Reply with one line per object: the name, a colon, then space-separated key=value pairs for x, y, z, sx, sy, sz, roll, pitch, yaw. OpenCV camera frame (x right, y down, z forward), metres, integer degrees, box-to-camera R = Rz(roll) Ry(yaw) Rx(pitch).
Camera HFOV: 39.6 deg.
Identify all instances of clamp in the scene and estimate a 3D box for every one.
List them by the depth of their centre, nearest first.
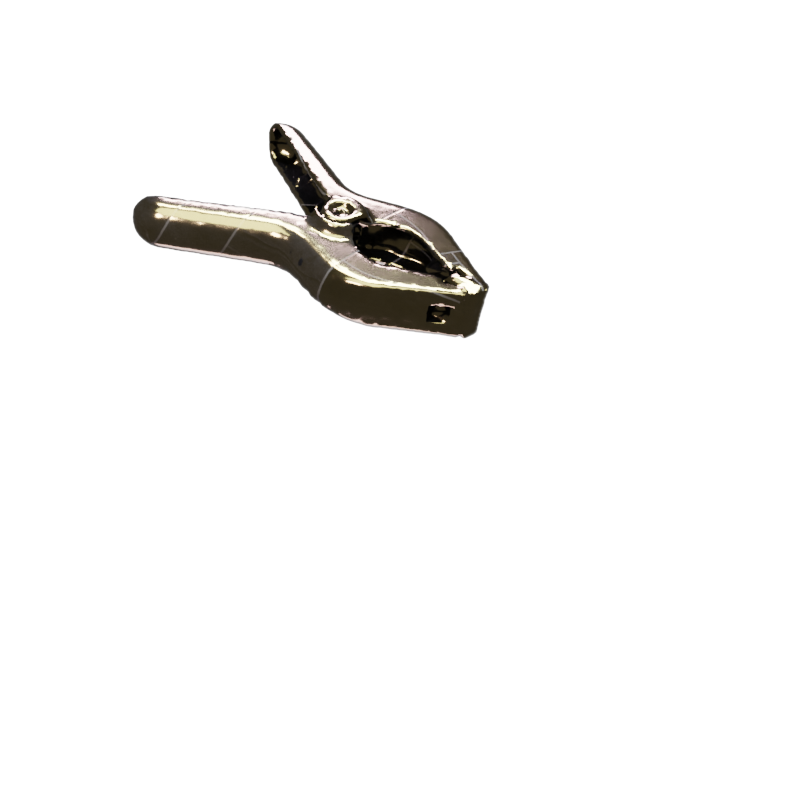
clamp: x=-0.042 y=-0.077 z=0.537 sx=0.183 sy=0.036 sz=0.121 roll=34 pitch=53 yaw=31
